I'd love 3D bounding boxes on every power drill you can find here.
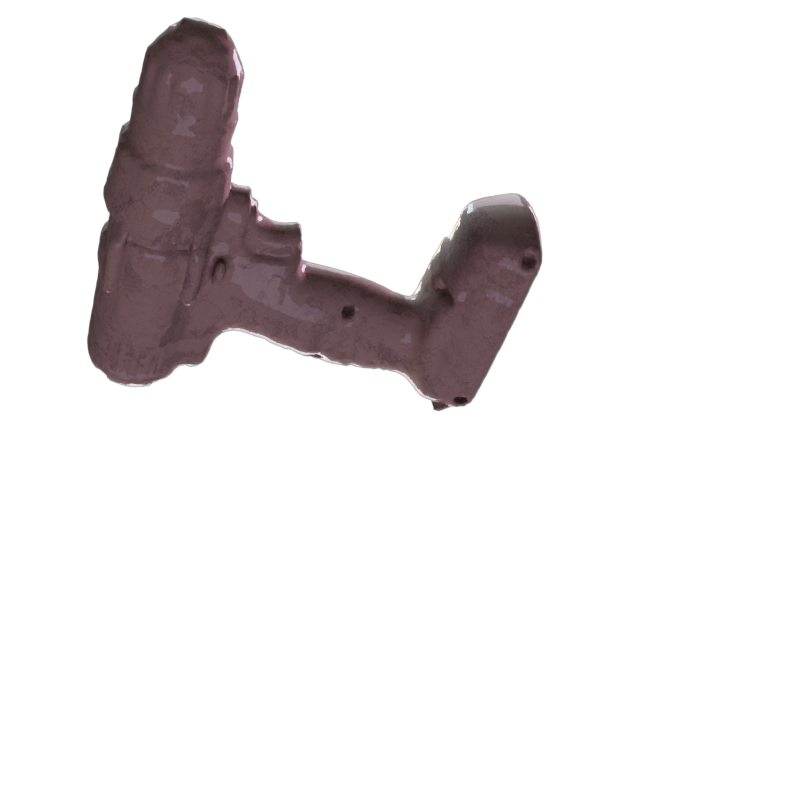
[{"bbox_3d":[-0.038,-0.070,0.491,0.184,0.175,0.062,12,41,-11],"label":"power drill"}]
